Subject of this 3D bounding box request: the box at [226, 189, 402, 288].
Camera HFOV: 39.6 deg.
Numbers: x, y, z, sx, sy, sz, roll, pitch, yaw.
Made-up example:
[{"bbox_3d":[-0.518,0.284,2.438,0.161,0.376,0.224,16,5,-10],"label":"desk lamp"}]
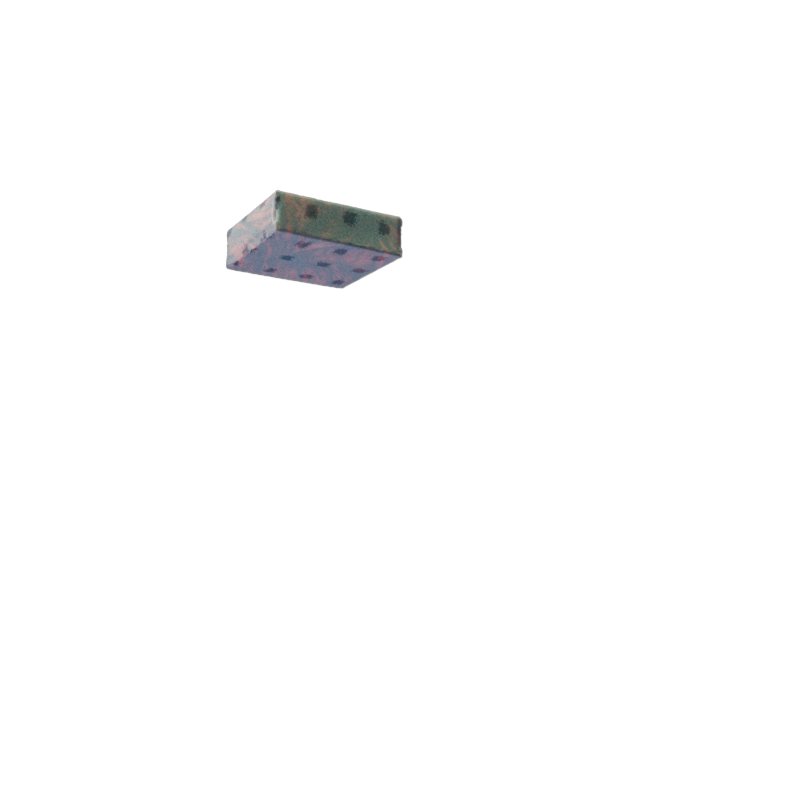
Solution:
[{"bbox_3d":[-0.054,-0.099,0.691,0.086,0.031,0.073,8,-16,-28],"label":"box"}]
